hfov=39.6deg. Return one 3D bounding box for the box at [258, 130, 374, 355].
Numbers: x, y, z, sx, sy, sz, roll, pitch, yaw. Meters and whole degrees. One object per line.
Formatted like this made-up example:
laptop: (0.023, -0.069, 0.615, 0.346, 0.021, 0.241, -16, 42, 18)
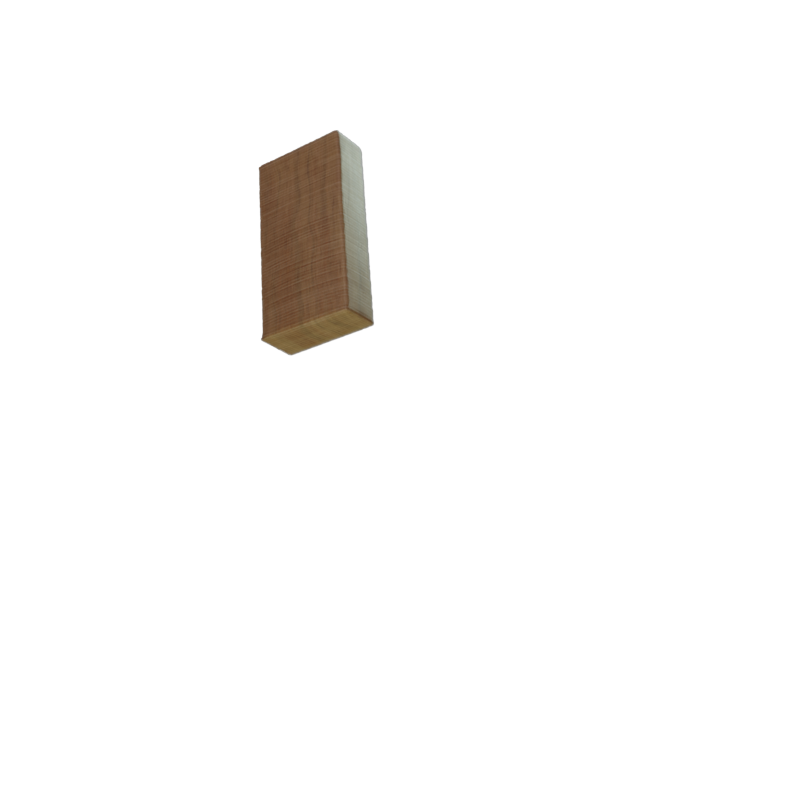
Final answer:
box: (-0.074, -0.136, 0.952, 0.094, 0.187, 0.045, -20, -34, 30)
